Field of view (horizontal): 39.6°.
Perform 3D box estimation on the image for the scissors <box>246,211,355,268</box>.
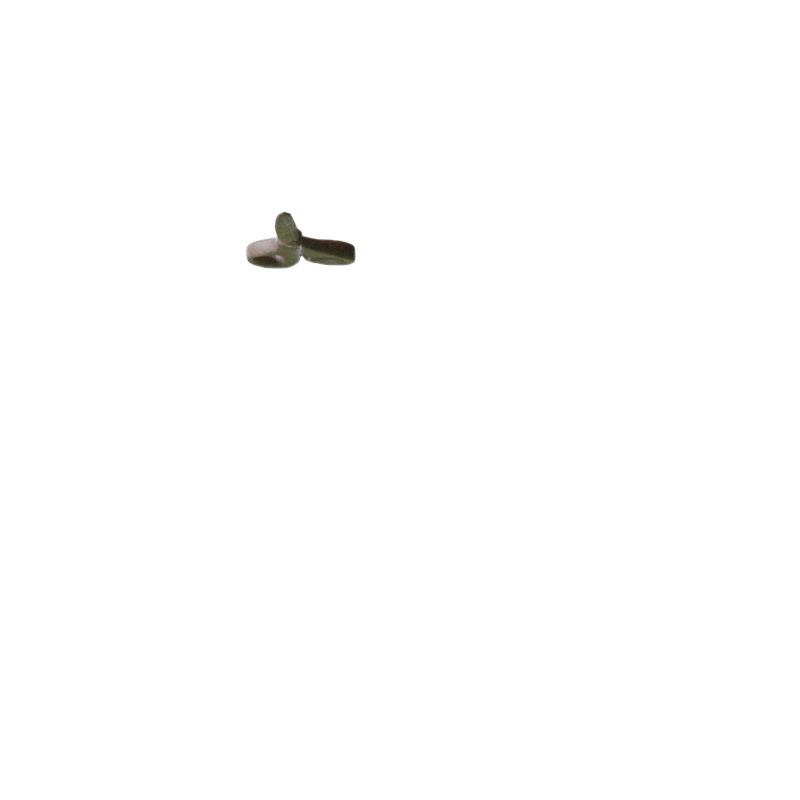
[{"bbox_3d":[-0.065,-0.118,0.826,0.094,0.016,0.203,0,-1,-17],"label":"scissors"}]
